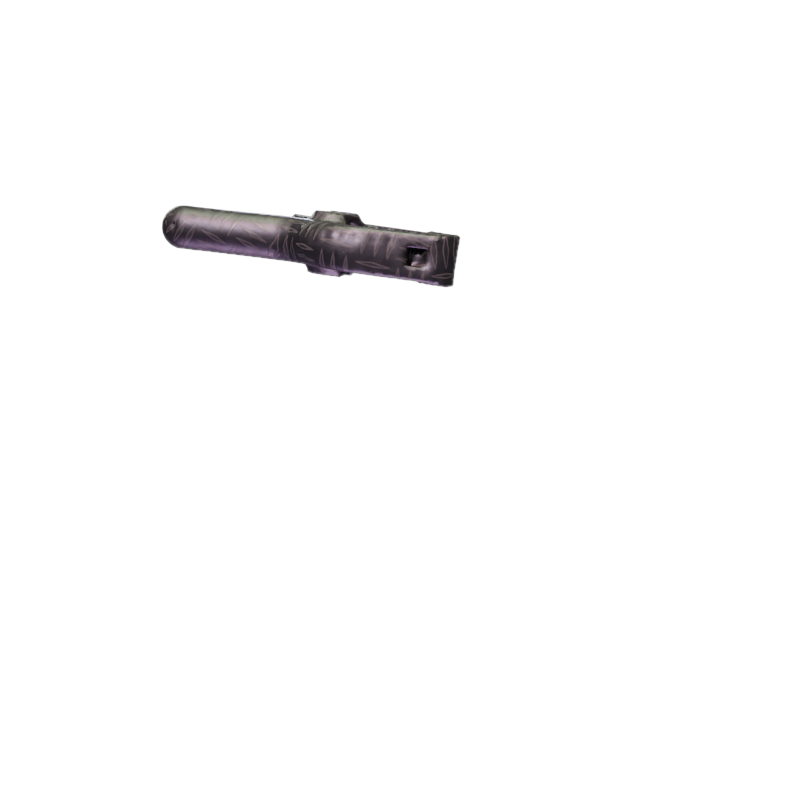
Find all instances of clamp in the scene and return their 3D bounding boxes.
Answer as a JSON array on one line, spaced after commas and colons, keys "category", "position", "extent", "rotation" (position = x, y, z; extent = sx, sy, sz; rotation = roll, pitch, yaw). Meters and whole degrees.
[{"category": "clamp", "position": [-0.049, -0.089, 0.622], "extent": [0.116, 0.038, 0.180], "rotation": [-10, 16, -41]}]
